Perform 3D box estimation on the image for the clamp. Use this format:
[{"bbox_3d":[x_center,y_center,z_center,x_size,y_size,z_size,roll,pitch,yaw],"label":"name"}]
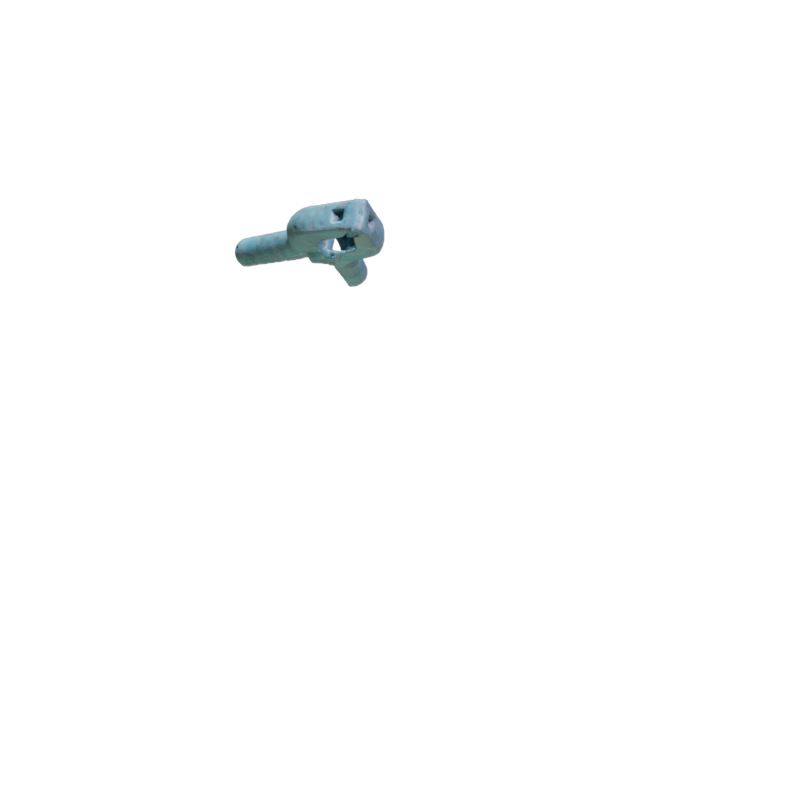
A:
[{"bbox_3d":[-0.072,-0.131,0.920,0.118,0.041,0.168,2,-12,-12],"label":"clamp"}]
